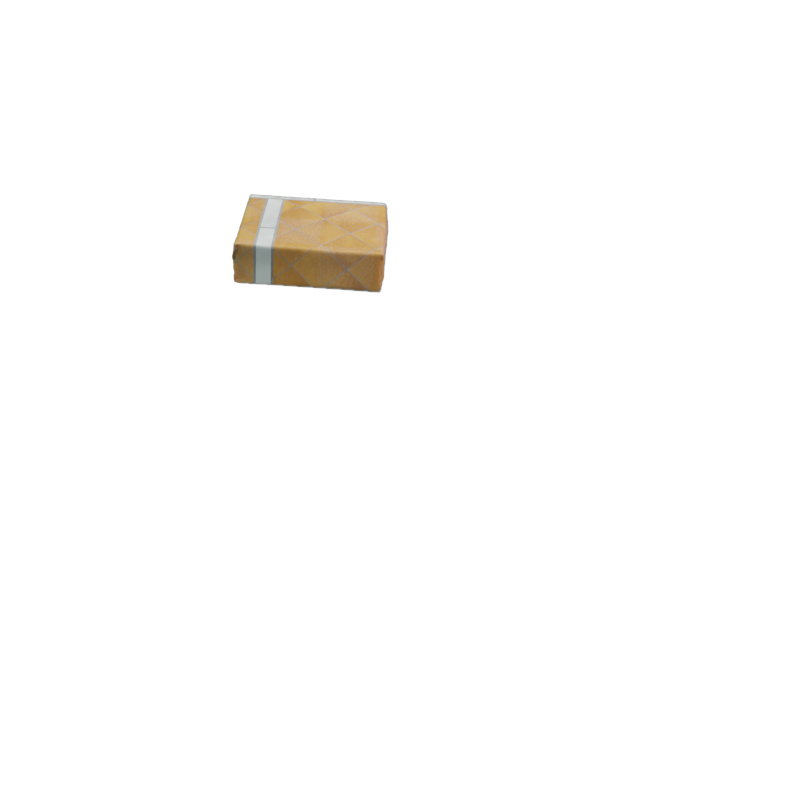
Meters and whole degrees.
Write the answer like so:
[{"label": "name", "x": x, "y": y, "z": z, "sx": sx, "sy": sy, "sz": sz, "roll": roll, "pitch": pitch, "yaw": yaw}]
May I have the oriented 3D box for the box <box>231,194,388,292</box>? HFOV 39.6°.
[{"label": "box", "x": -0.066, "y": -0.121, "z": 0.849, "sx": 0.114, "sy": 0.037, "sz": 0.095, "roll": 2, "pitch": 31, "yaw": 3}]
